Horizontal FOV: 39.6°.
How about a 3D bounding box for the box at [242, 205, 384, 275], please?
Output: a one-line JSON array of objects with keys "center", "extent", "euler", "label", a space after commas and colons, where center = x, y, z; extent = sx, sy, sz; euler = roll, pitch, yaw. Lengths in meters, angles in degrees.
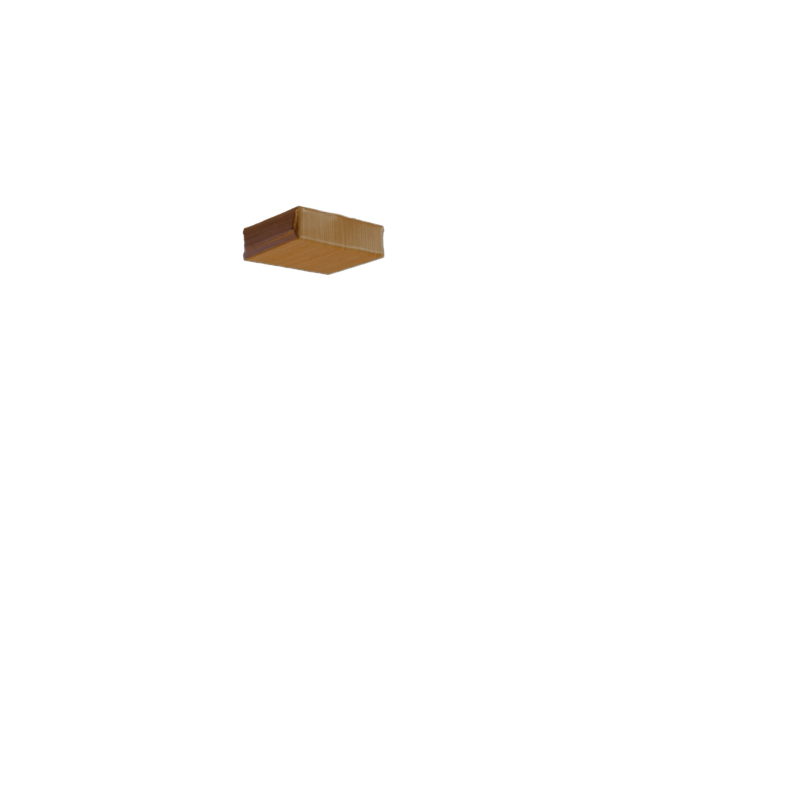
[{"center": [-0.069, -0.125, 0.876], "extent": [0.085, 0.031, 0.074], "euler": [7, -12, -38], "label": "box"}]
